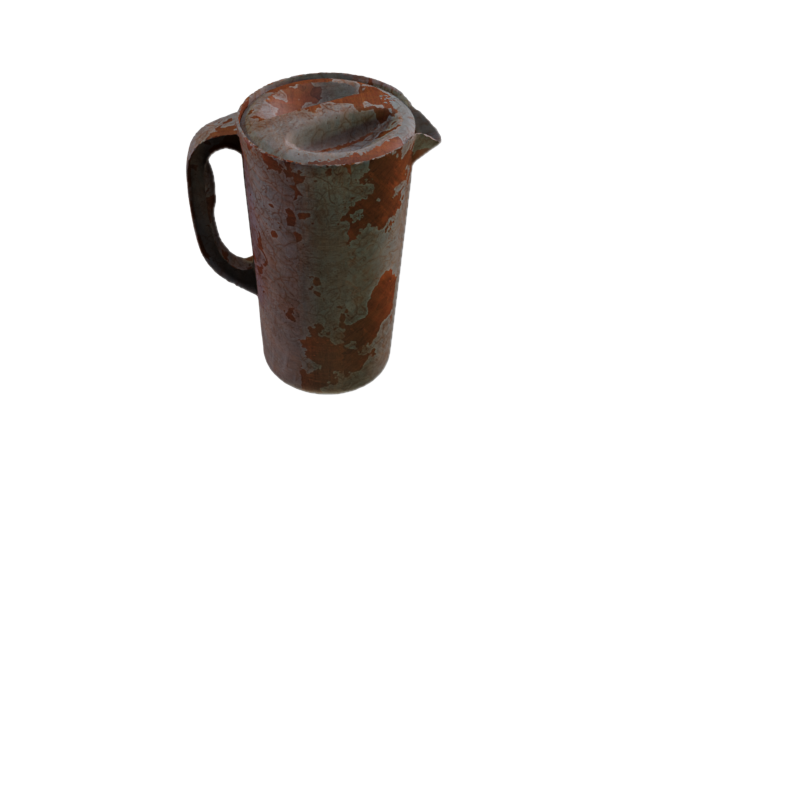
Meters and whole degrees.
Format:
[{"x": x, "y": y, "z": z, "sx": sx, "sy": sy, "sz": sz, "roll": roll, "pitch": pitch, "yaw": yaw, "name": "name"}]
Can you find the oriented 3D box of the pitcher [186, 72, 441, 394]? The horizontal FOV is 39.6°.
[{"x": -0.068, "y": -0.124, "z": 0.871, "sx": 0.159, "sy": 0.227, "sz": 0.146, "roll": 31, "pitch": 48, "yaw": 29, "name": "pitcher"}]
